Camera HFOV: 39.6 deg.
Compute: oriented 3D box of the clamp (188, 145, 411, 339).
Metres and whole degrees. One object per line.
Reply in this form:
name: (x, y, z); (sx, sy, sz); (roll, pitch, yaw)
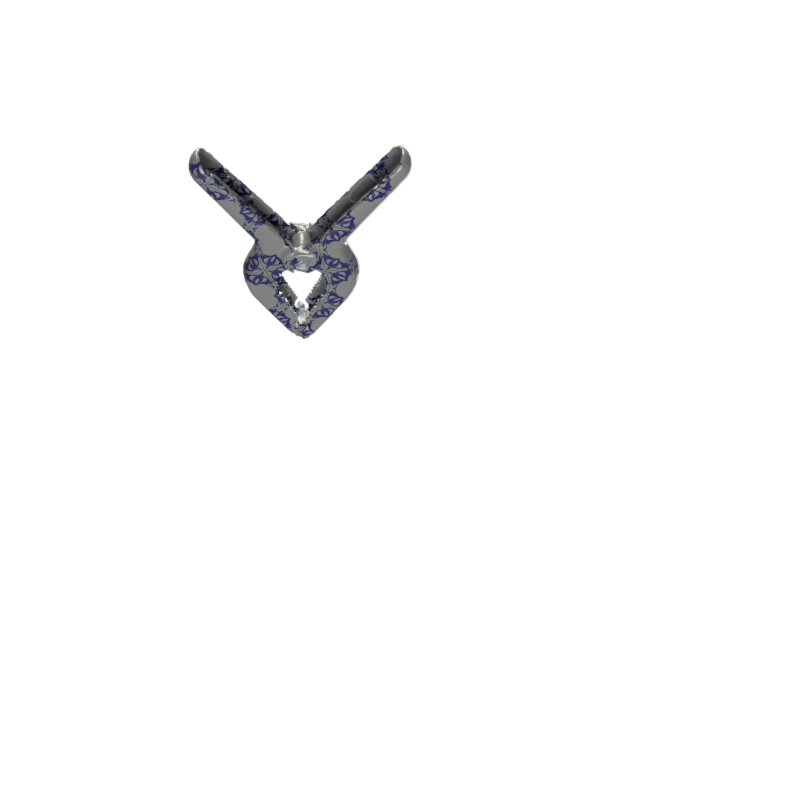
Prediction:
clamp: (-0.069, -0.126, 0.883); (0.165, 0.039, 0.195); (-3, -39, 4)
